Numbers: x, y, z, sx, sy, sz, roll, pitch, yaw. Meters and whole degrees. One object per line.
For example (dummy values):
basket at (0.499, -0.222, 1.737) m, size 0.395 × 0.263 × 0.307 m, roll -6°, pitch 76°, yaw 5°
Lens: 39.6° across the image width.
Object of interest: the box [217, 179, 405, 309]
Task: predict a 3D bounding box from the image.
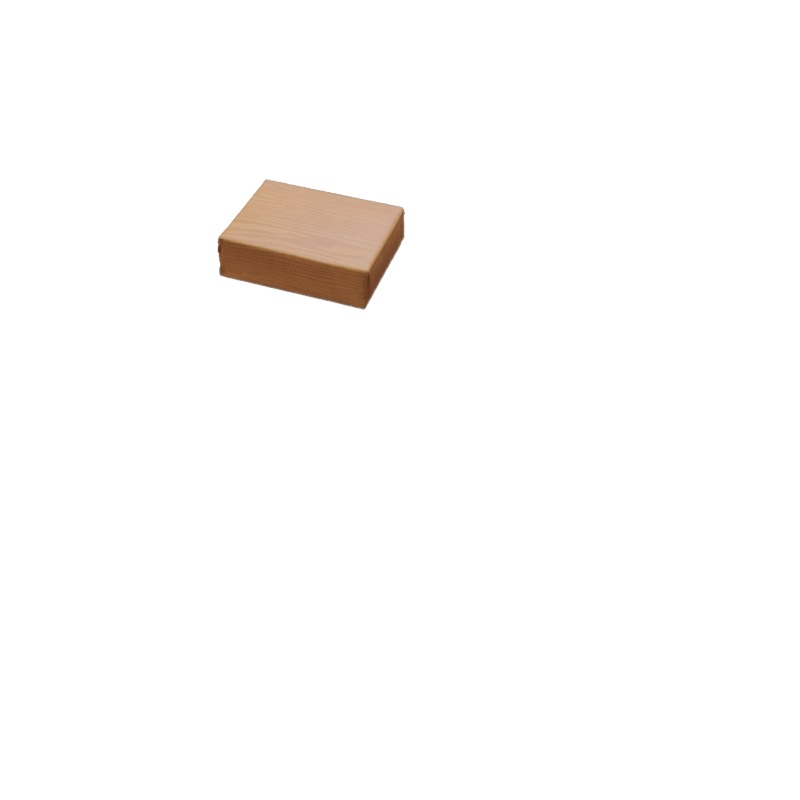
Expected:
box at (-0.062, -0.114, 0.796) m, size 0.117 × 0.036 × 0.093 m, roll 11°, pitch 38°, yaw 15°
